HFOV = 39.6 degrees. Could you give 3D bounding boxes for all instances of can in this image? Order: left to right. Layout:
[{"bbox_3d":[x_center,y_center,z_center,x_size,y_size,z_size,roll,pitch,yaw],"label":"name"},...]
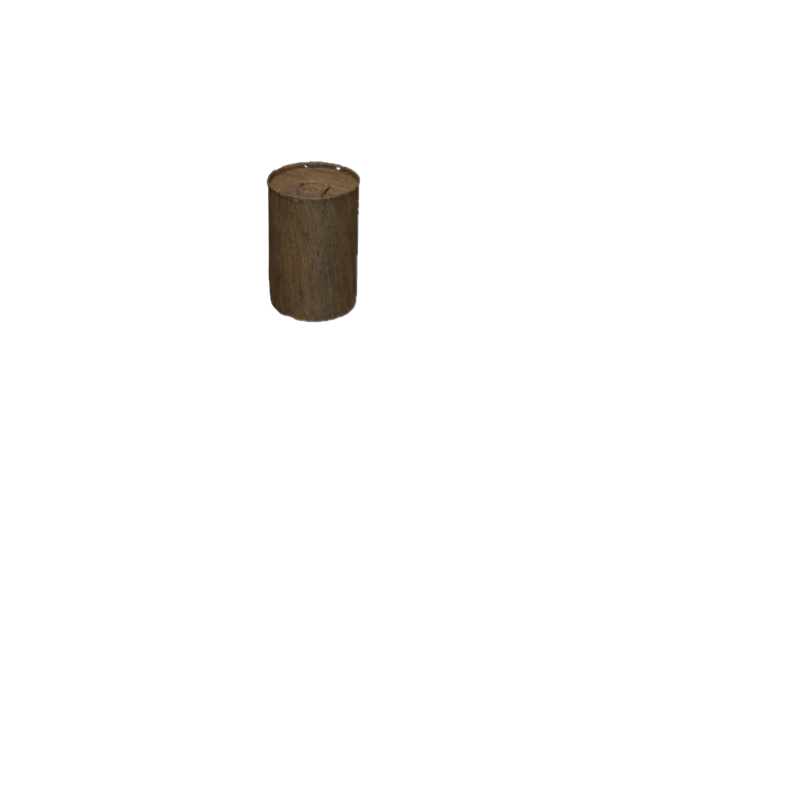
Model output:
[{"bbox_3d":[-0.065,-0.118,0.825,0.068,0.096,0.073,0,29,-2],"label":"can"}]
